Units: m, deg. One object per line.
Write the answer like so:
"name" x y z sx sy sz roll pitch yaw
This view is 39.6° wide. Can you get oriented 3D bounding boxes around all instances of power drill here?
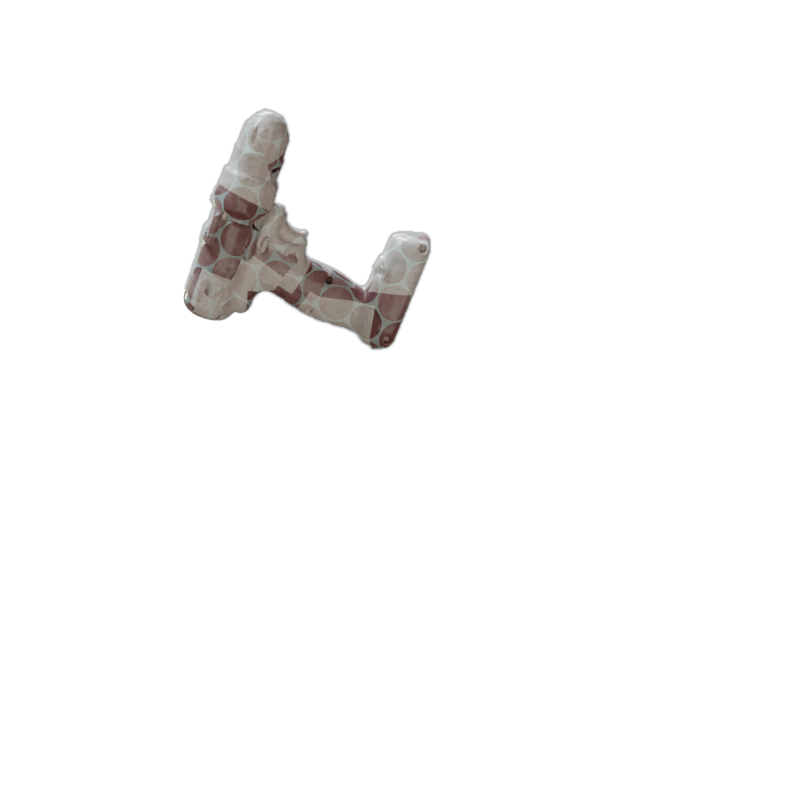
"power drill" -0.074 -0.135 0.943 0.186 0.180 0.059 20 13 -5
